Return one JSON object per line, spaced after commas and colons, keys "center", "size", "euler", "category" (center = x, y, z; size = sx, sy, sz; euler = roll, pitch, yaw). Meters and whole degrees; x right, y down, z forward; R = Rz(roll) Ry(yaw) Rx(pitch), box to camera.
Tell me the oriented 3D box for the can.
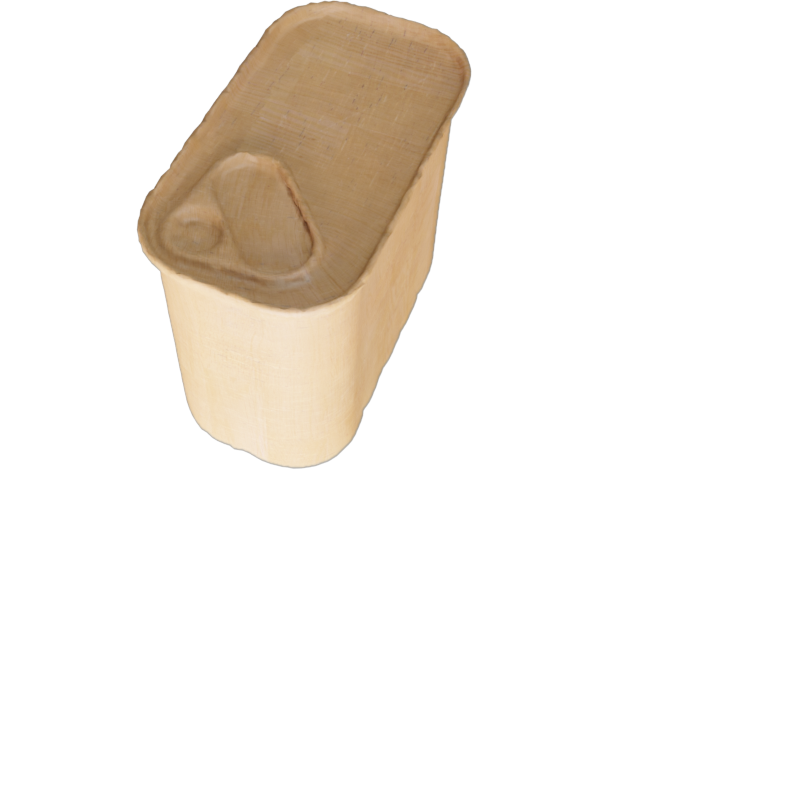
{"center": [-0.024, -0.043, 0.305], "size": [0.059, 0.106, 0.078], "euler": [20, -33, 10], "category": "can"}
